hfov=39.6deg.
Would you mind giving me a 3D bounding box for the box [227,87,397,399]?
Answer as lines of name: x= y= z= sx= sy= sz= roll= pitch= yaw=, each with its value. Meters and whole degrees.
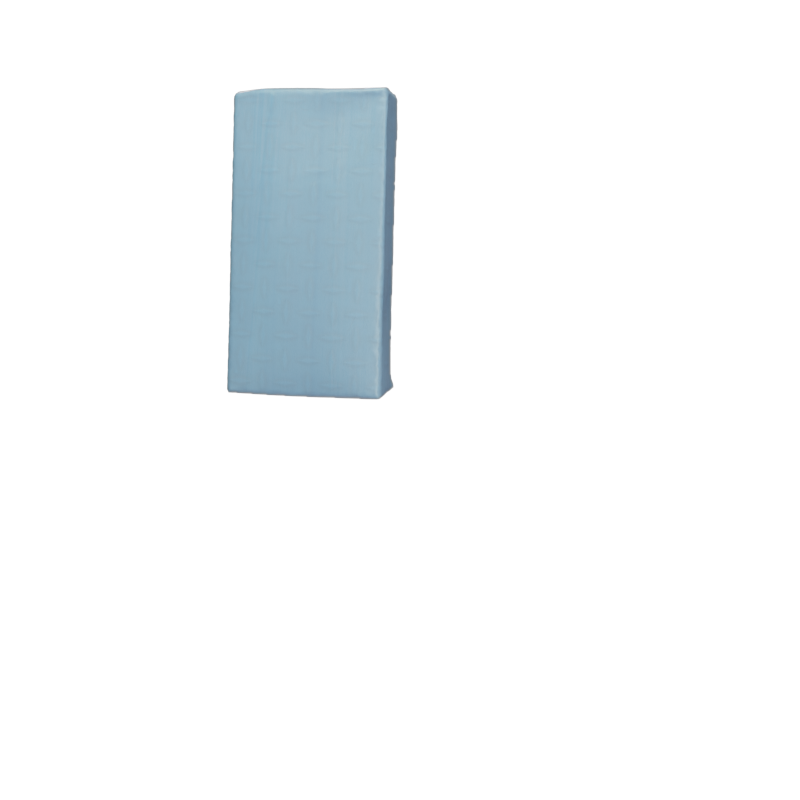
box: x=-0.051 y=-0.092 z=0.645 sx=0.095 sy=0.176 sz=0.047 roll=1 pitch=2 yaw=12
